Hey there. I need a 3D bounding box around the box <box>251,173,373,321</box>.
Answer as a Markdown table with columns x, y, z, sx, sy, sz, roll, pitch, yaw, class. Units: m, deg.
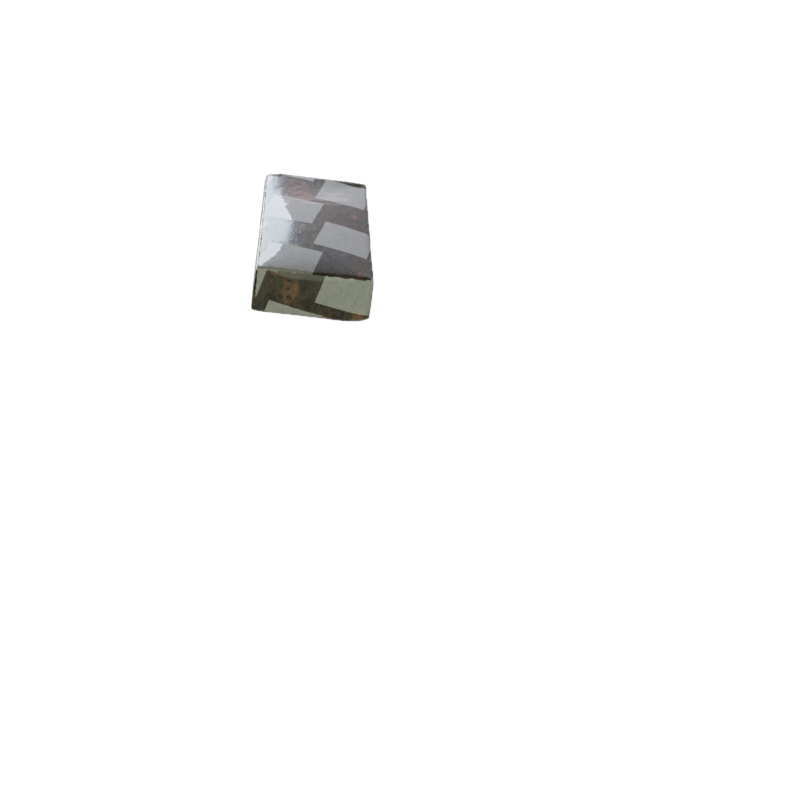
| x | y | z | sx | sy | sz | roll | pitch | yaw | class |
| --- | --- | --- | --- | --- | --- | --- | --- | --- | --- |
| -0.072 | -0.132 | 0.924 | 0.092 | 0.045 | 0.188 | 5 | 35 | -7 | box |
